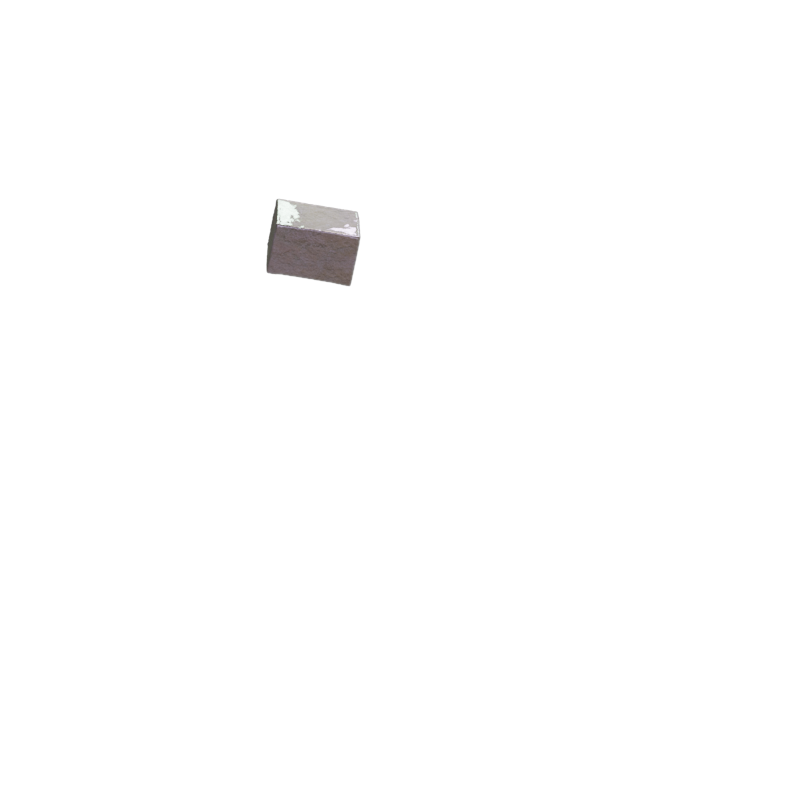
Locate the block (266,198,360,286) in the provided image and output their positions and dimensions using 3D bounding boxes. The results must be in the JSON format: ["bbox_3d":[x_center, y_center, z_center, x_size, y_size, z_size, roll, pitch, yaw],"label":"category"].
[{"bbox_3d":[-0.078,-0.143,0.998,0.077,0.050,0.055,9,32,-7],"label":"block"}]
